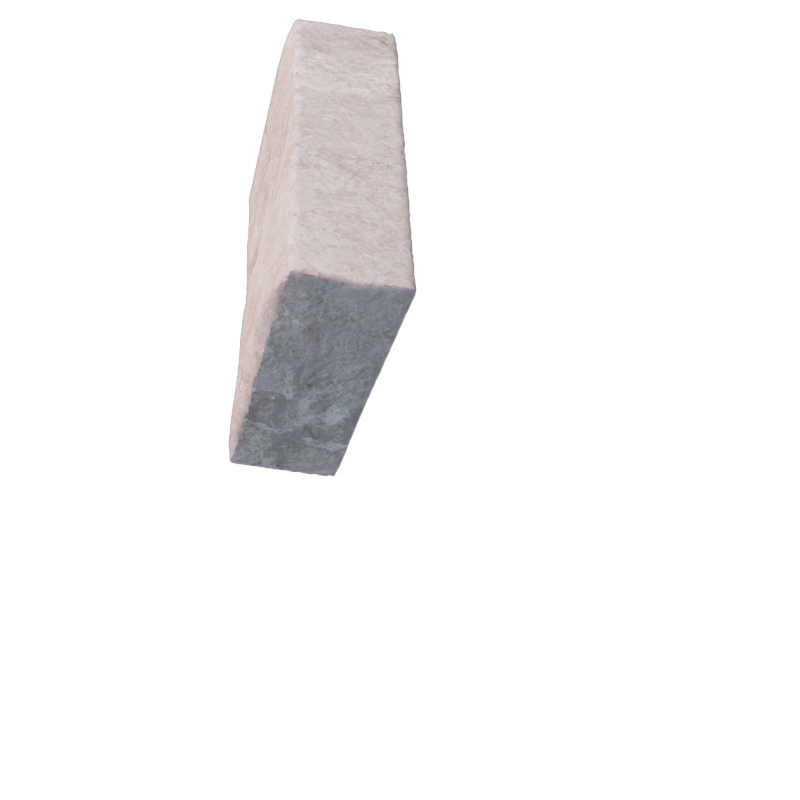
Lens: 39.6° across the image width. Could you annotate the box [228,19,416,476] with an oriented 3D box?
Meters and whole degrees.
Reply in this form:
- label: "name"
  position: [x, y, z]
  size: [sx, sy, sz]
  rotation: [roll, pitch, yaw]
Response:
- label: "box"
  position: [-0.051, -0.092, 0.645]
  size: [0.070, 0.230, 0.156]
  rotation: [9, -42, -14]
